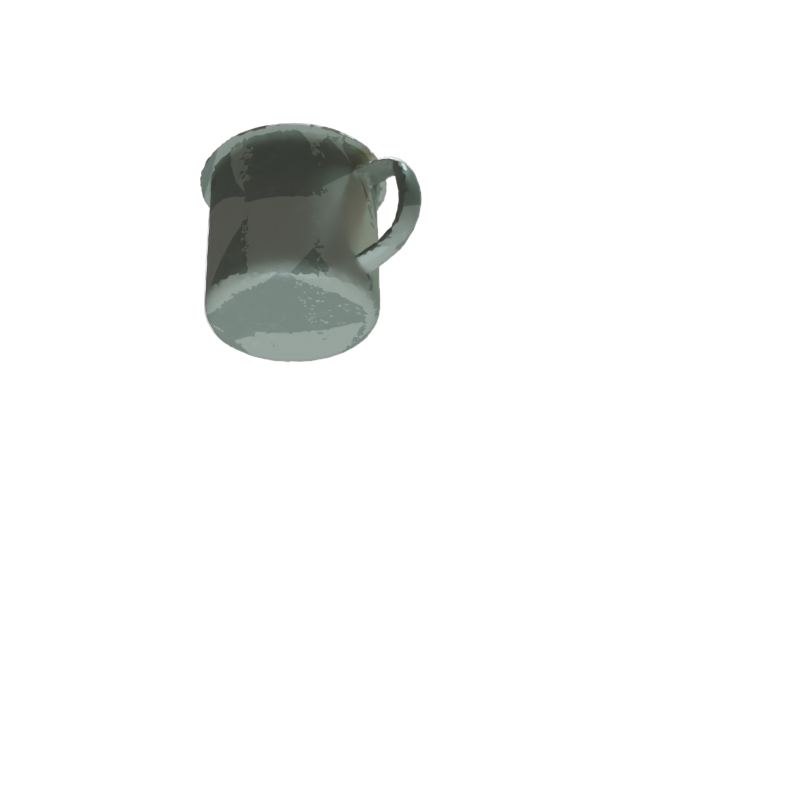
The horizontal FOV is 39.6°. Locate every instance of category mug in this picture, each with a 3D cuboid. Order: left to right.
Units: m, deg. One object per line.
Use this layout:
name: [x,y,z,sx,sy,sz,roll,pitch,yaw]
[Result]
mug: [-0.041,-0.075,0.524,0.118,0.087,0.086,-19,-37,26]
